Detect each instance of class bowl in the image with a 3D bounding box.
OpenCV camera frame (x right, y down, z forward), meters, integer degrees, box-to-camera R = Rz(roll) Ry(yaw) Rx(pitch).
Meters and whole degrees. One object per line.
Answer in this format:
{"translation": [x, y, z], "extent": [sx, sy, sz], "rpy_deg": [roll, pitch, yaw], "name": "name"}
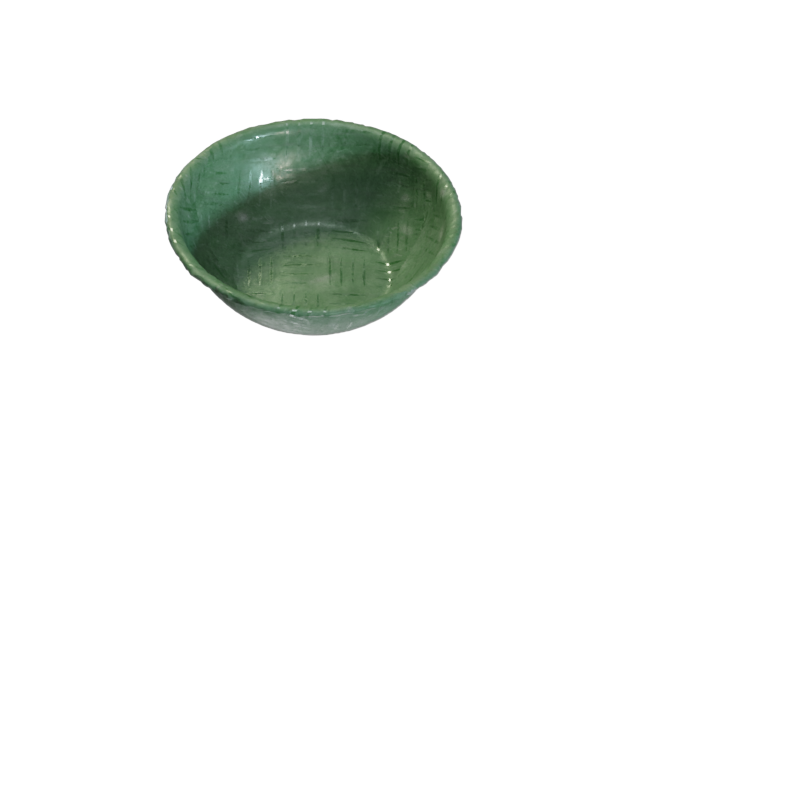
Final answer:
{"translation": [-0.048, -0.088, 0.619], "extent": [0.162, 0.174, 0.051], "rpy_deg": [-1, -43, -1], "name": "bowl"}
